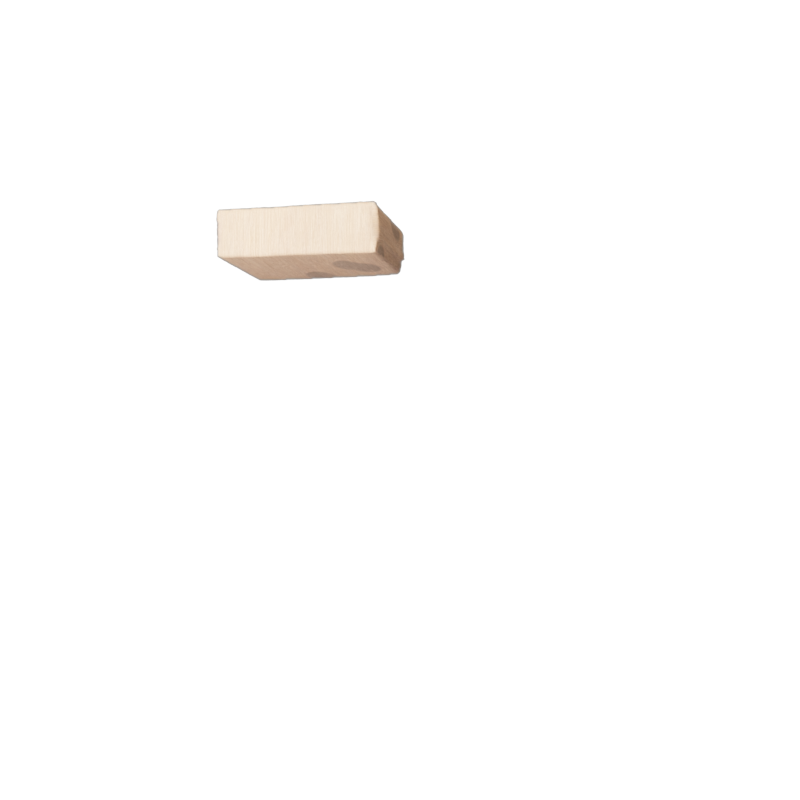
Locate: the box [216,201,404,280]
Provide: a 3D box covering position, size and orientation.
[{"bbox_3d":[-0.048,-0.088,0.613,0.091,0.031,0.070,-1,-5,14],"label":"box"}]
